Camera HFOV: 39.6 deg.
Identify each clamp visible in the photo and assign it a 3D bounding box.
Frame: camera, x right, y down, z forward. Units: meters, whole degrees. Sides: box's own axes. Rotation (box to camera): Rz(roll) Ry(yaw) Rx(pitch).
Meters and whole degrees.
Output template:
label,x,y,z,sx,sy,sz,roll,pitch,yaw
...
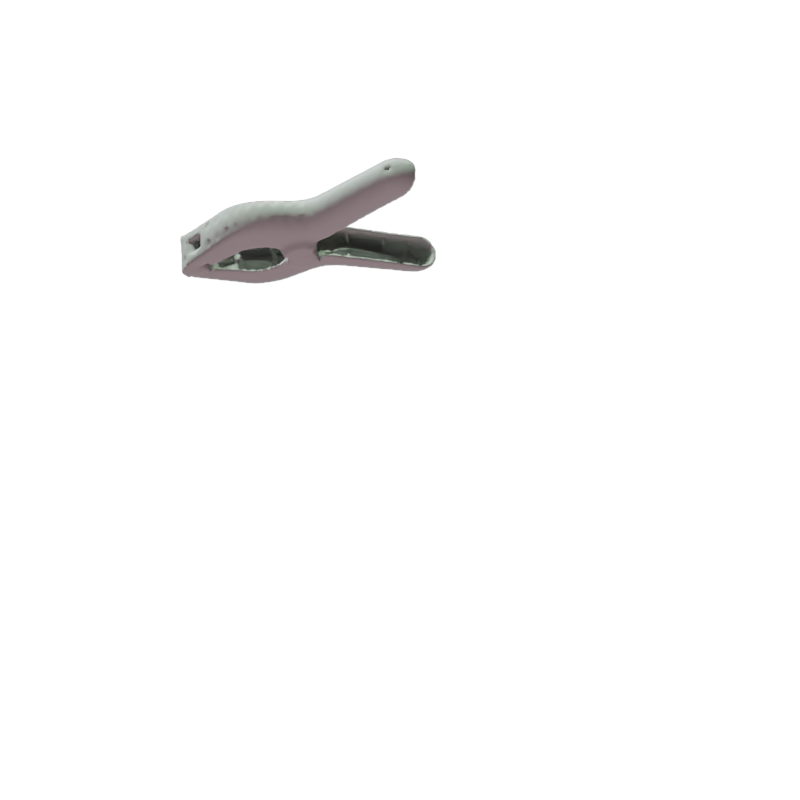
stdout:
label,x,y,z,sx,sy,sz,roll,pitch,yaw
clamp,-0.058,-0.105,0.738,0.174,0.042,0.111,-10,-31,16
